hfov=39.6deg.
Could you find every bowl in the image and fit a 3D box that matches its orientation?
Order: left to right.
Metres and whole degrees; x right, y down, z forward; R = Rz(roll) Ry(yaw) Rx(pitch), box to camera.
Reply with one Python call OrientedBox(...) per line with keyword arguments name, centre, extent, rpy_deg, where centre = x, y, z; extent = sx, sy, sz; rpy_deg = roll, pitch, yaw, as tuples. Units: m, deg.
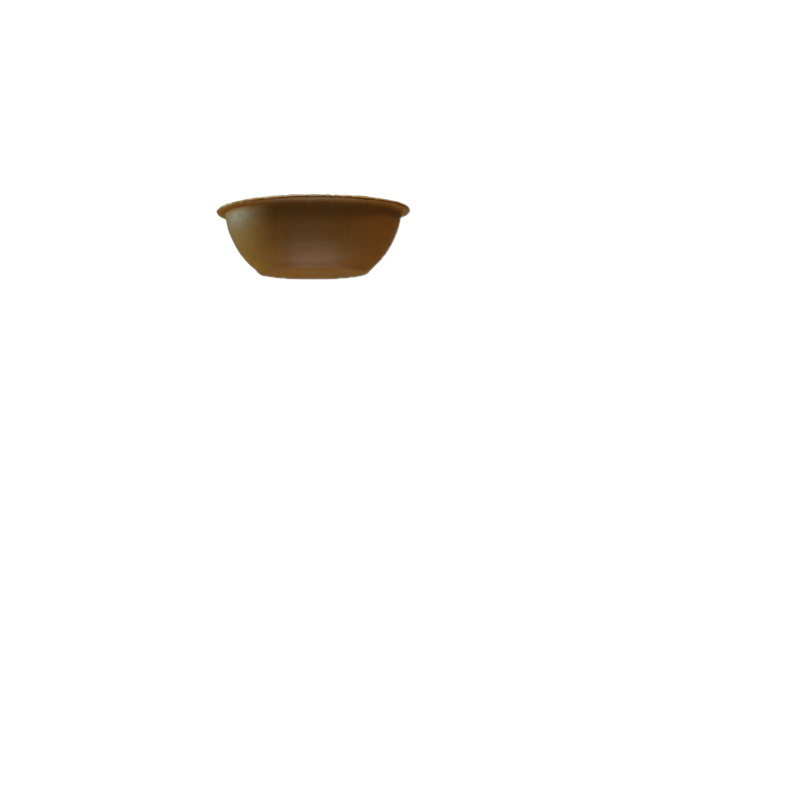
OrientedBox(name="bowl", centre=(-0.072, -0.132, 0.924), extent=(0.162, 0.056, 0.161), rpy_deg=(0, 0, -2))
